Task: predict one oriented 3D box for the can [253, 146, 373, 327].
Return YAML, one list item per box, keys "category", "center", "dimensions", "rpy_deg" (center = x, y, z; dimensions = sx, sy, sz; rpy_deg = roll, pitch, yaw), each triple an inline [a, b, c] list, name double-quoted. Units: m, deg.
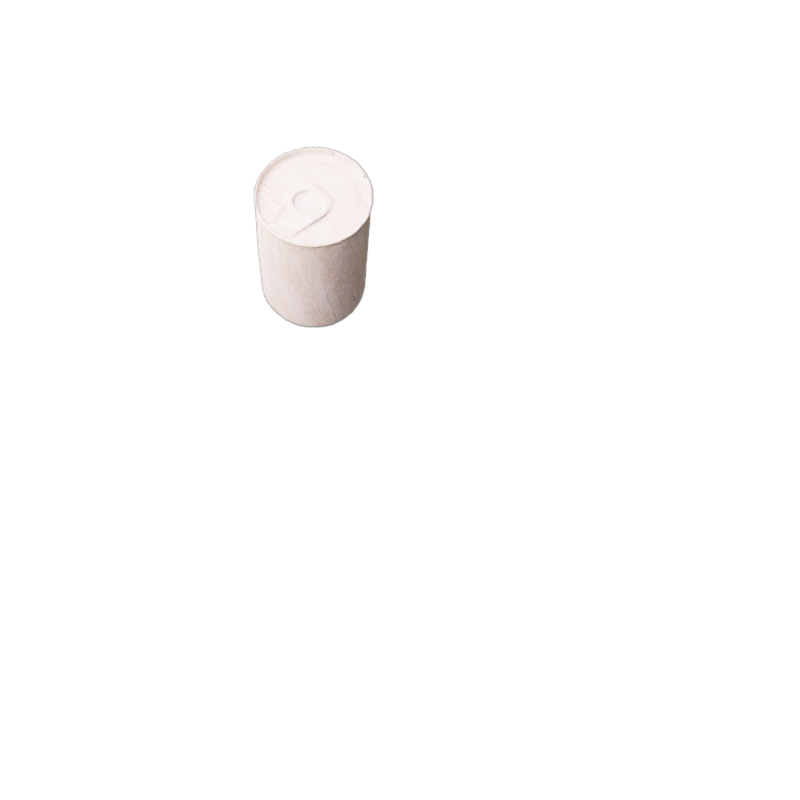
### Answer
- category: "can"
  center: [-0.052, -0.095, 0.667]
  dimensions: [0.068, 0.073, 0.096]
  rpy_deg: [0, -27, -3]
